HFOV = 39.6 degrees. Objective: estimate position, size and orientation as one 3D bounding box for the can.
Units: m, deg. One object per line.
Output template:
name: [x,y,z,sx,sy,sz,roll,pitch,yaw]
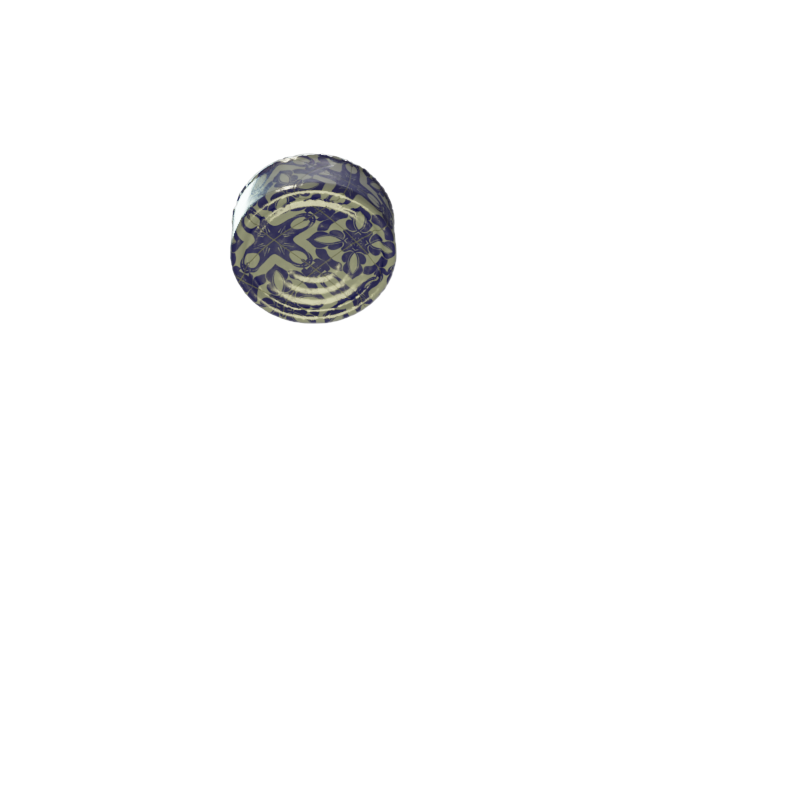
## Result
can: [-0.045,-0.081,0.570,0.086,0.080,0.036,1,36,-1]
